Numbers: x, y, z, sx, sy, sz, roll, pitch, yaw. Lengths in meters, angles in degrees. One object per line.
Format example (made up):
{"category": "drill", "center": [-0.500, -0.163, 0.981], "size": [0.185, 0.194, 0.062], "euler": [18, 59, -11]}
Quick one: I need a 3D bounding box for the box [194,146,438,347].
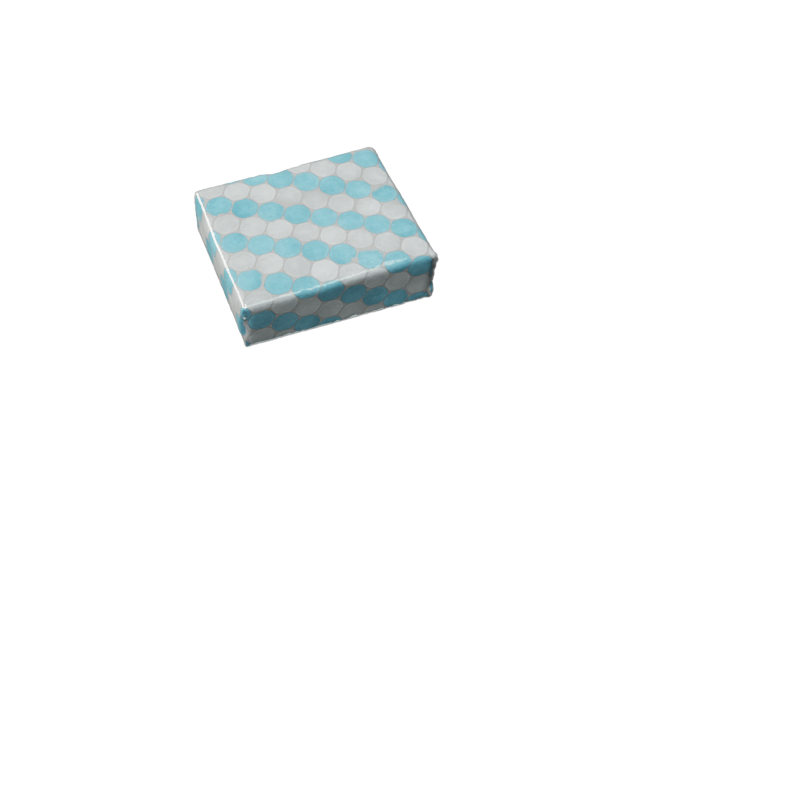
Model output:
{"category": "box", "center": [-0.038, -0.070, 0.488], "size": [0.088, 0.079, 0.028], "euler": [-17, -37, -13]}
